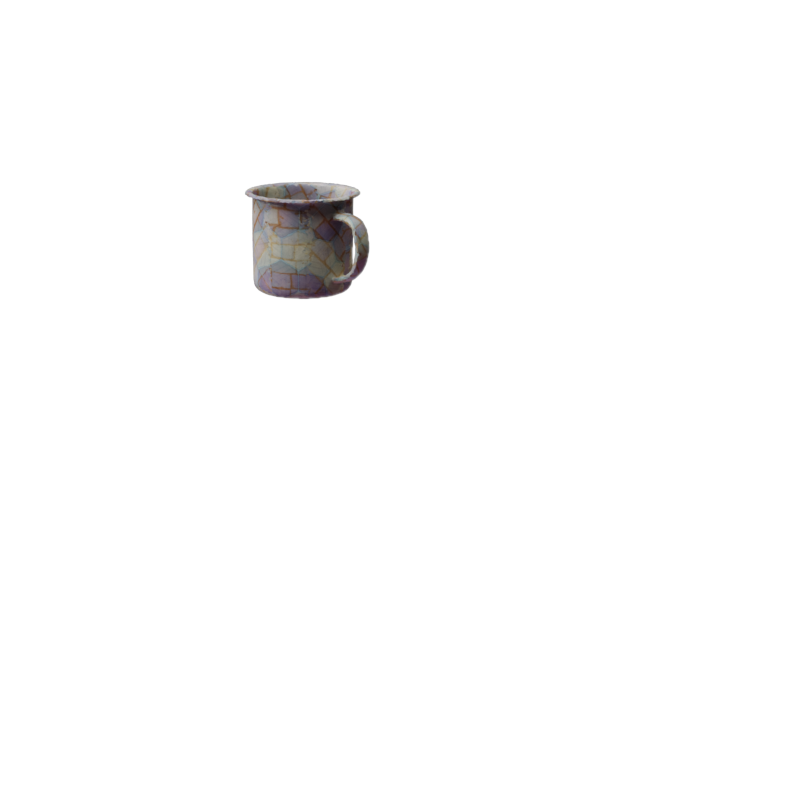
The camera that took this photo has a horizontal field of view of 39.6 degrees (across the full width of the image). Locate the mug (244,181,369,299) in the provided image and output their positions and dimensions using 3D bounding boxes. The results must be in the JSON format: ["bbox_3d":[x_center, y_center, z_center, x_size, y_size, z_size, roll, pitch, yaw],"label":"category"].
[{"bbox_3d":[-0.070,-0.128,0.896,0.124,0.079,0.091,15,22,39],"label":"mug"}]
